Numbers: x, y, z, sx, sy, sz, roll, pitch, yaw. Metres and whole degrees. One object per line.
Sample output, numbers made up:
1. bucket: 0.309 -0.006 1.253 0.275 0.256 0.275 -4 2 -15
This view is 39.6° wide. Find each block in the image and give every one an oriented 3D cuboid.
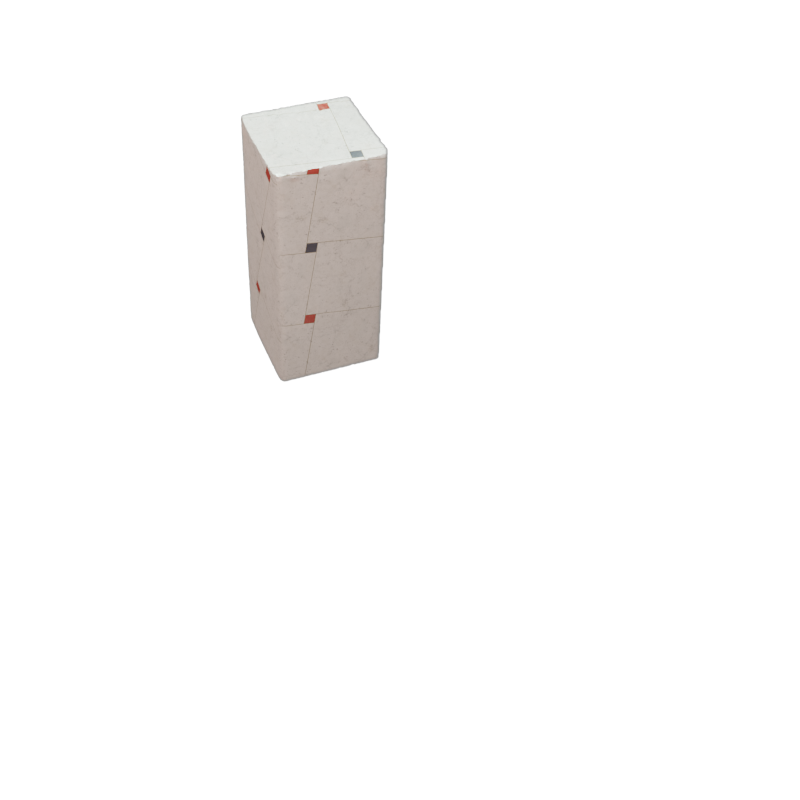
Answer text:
1. block: -0.069 -0.126 0.887 0.089 0.192 0.098 -12 44 -17
